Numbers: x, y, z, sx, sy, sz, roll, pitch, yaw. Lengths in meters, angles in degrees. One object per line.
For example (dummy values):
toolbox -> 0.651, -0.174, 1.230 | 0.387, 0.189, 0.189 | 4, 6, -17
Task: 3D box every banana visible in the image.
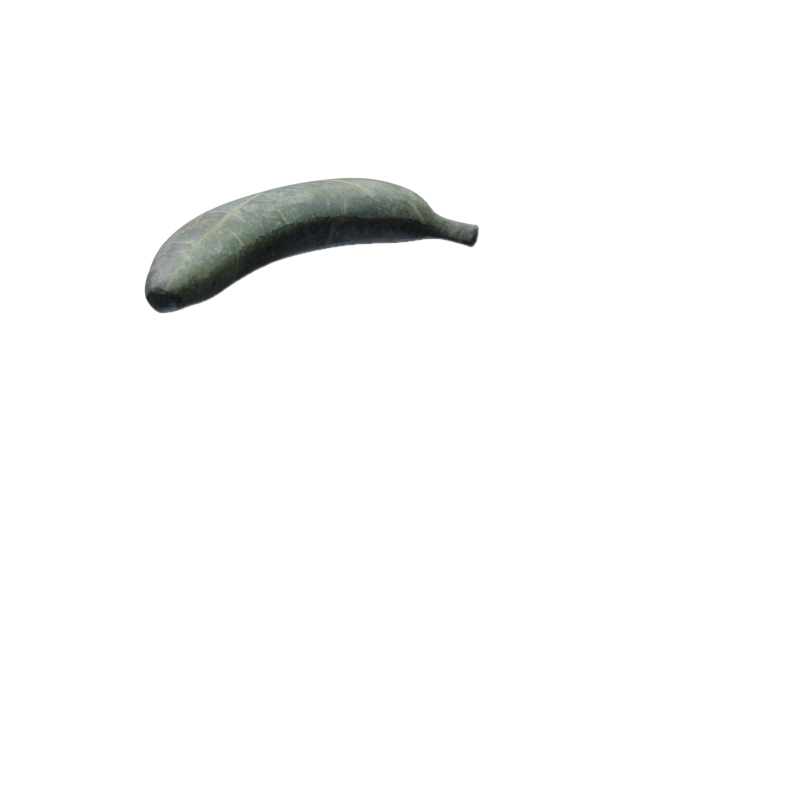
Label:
banana -> -0.051, -0.083, 0.546 | 0.194, 0.035, 0.074 | -19, 30, -37
